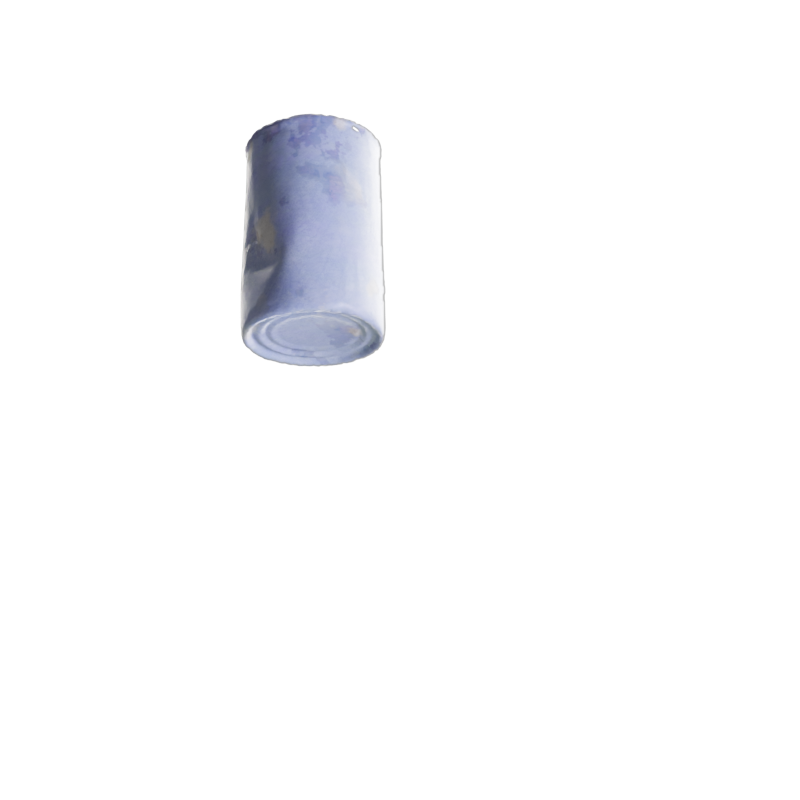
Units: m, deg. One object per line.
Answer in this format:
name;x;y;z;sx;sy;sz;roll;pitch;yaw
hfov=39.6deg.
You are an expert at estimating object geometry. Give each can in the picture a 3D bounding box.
can;-0.041;-0.075;0.528;0.068;0.108;0.065;0;-26;-2
